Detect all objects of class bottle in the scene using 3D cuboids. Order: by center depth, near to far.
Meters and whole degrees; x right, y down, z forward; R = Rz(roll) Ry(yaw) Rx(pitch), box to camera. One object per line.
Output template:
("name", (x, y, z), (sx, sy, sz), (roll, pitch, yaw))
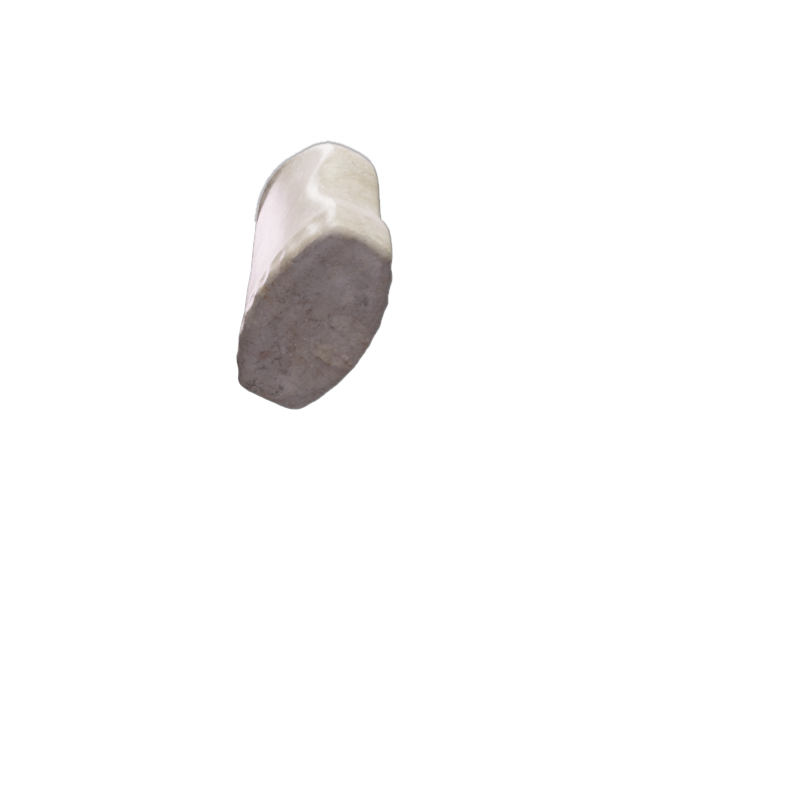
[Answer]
("bottle", (-0.046, -0.083, 0.580), (0.057, 0.093, 0.203), (23, 25, -16))
